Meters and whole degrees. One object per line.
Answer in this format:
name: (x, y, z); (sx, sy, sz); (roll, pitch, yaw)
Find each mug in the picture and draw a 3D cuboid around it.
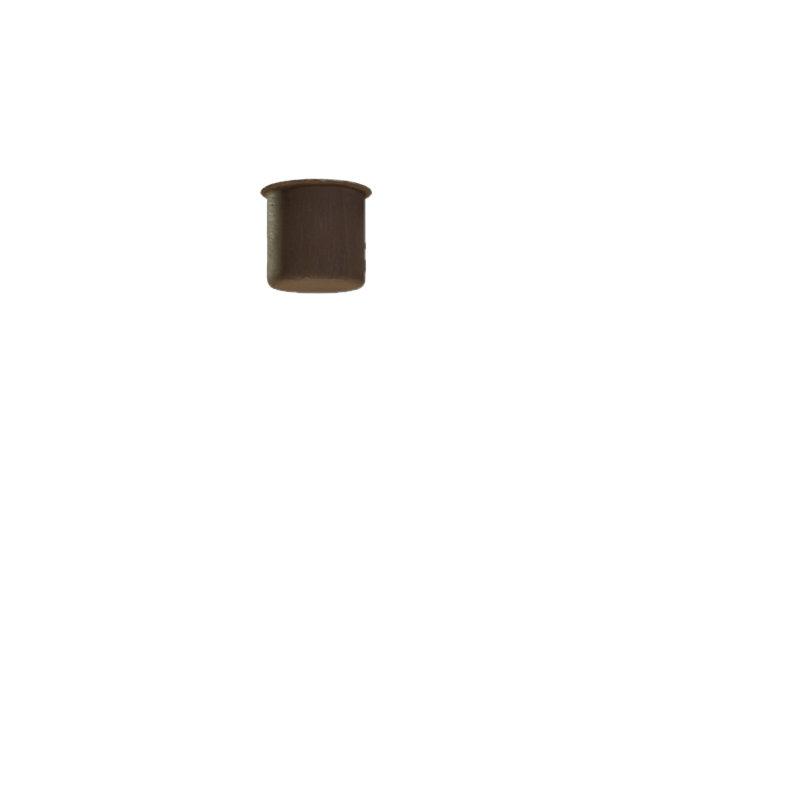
mug: (-0.073, -0.132, 0.927); (0.091, 0.083, 0.117); (1, -5, -15)
